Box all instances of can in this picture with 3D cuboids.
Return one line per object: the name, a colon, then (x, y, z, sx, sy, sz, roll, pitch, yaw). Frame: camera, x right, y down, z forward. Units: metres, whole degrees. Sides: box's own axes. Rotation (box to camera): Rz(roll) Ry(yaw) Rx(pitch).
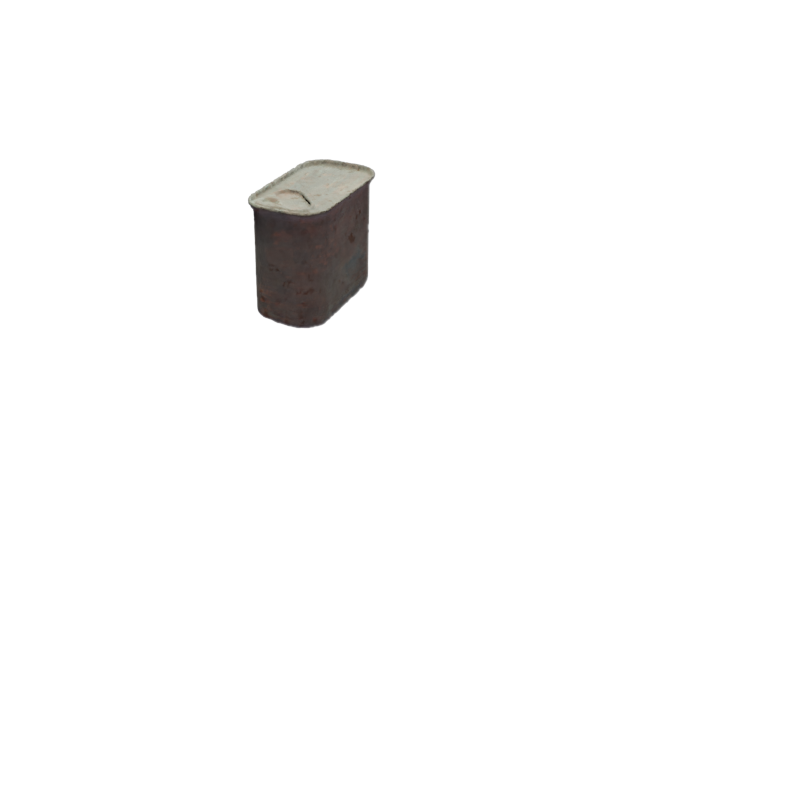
can: (-0.059, -0.108, 0.754, 0.060, 0.079, 0.104, 12, 30, 21)
